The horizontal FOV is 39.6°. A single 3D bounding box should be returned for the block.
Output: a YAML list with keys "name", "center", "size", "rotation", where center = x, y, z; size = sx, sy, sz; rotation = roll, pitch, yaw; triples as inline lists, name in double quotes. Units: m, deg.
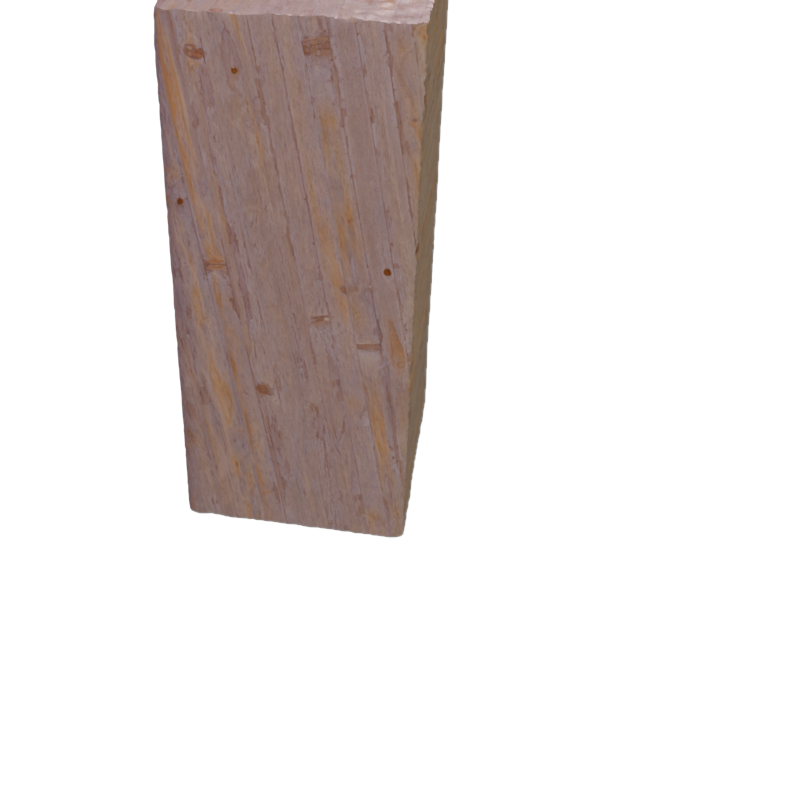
- name: "block"
  center: [-0.034, -0.061, 0.424]
  size: [0.091, 0.194, 0.095]
  rotation: [6, 32, 5]
